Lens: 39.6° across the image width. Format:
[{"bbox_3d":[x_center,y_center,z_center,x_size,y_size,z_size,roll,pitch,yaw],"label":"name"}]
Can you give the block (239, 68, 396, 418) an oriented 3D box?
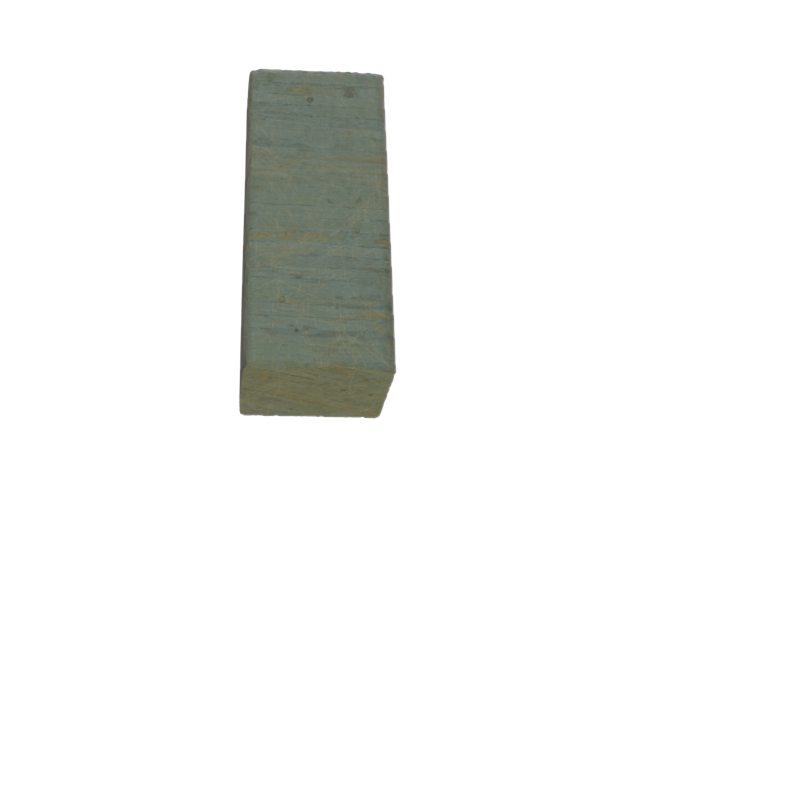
[{"bbox_3d":[-0.056,-0.102,0.713,0.090,0.218,0.086,1,-25,-6],"label":"block"}]
